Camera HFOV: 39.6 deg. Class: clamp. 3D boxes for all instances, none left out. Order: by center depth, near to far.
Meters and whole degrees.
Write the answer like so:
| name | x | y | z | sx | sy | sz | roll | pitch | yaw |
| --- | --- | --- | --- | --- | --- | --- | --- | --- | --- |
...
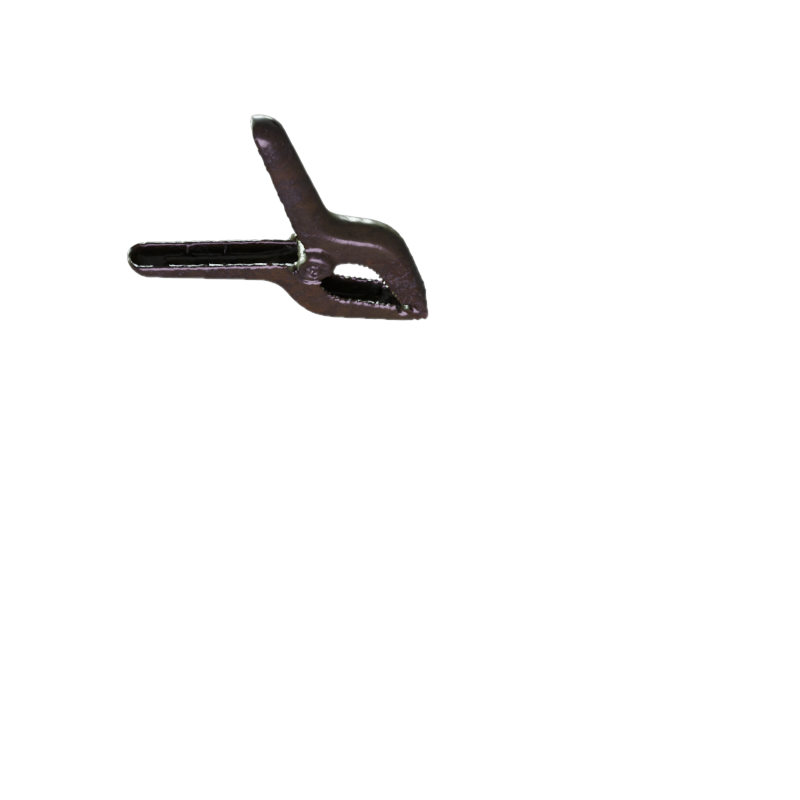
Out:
| name | x | y | z | sx | sy | sz | roll | pitch | yaw |
| --- | --- | --- | --- | --- | --- | --- | --- | --- | --- |
| clamp | -0.059 | -0.107 | 0.752 | 0.201 | 0.039 | 0.160 | 19 | -40 | -25 |
